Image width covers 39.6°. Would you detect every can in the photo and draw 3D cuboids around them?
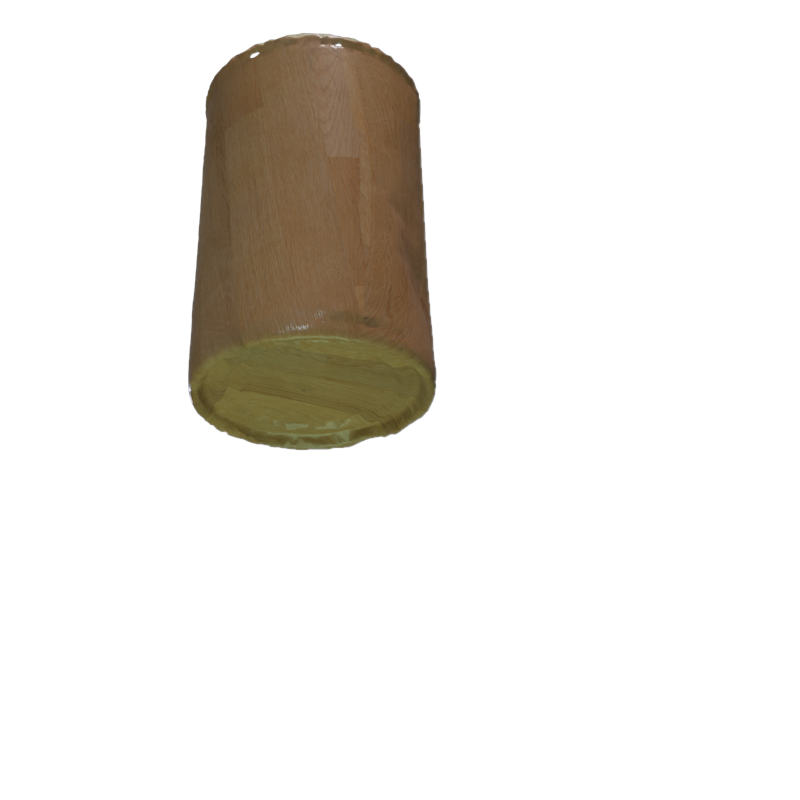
[{"bbox_3d":[-0.025,-0.046,0.321,0.068,0.109,0.064,-1,-32,-2],"label":"can"}]
